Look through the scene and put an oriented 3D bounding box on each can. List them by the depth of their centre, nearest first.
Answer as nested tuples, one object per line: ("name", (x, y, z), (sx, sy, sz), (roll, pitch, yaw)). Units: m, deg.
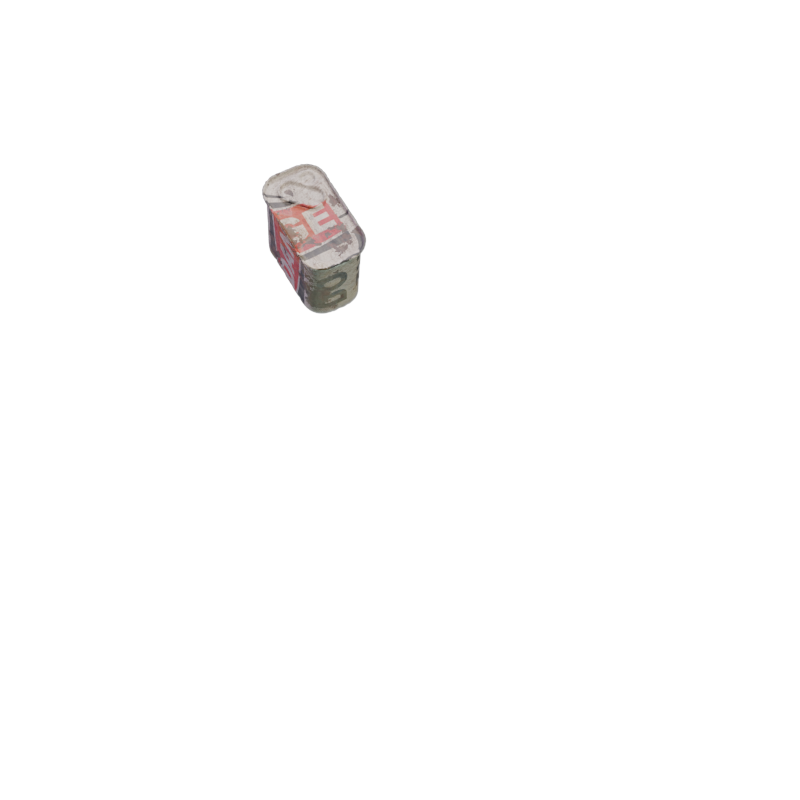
("can", (-0.073, -0.134, 0.937), (0.057, 0.109, 0.079), (-25, -25, -15))
